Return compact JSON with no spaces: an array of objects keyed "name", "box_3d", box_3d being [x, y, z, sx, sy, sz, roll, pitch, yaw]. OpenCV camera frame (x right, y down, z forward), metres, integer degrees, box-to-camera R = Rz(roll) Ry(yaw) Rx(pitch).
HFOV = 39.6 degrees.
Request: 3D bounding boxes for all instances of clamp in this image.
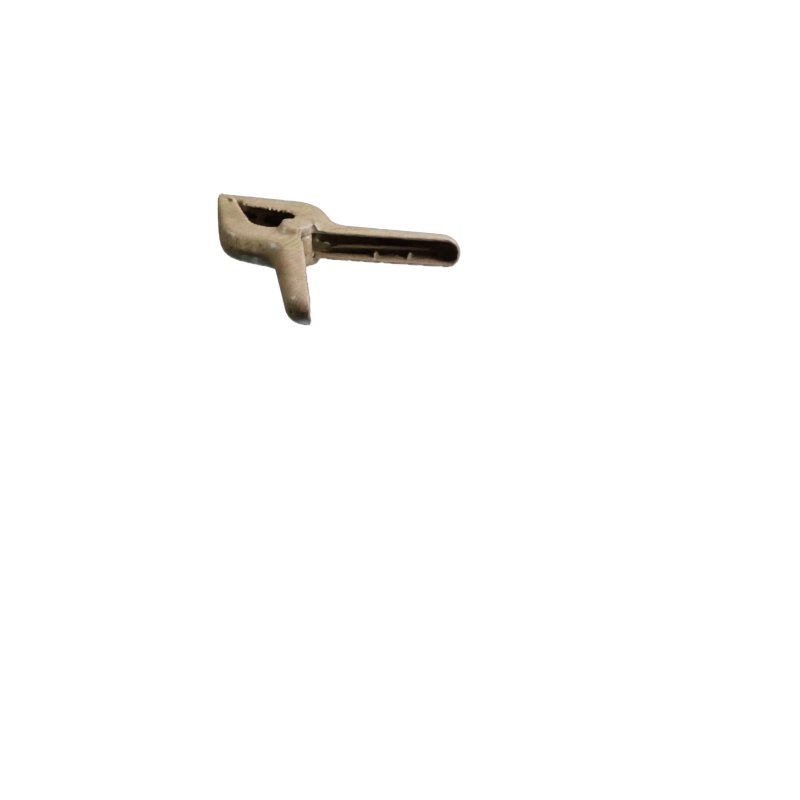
[{"name":"clamp","box_3d":[-0.069,-0.126,0.880,0.162,0.034,0.225,-19,34,-31]}]
